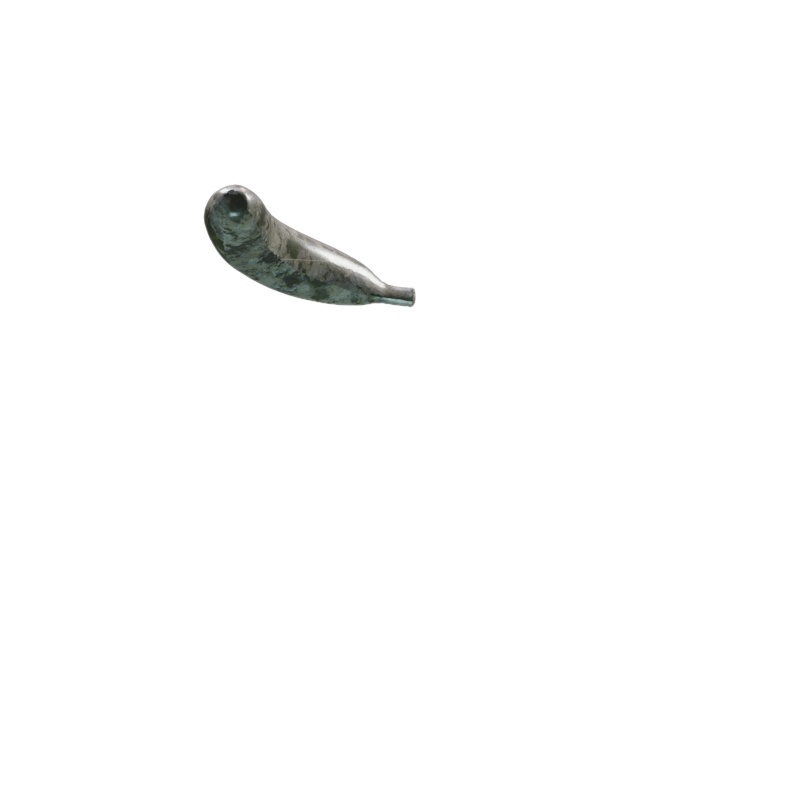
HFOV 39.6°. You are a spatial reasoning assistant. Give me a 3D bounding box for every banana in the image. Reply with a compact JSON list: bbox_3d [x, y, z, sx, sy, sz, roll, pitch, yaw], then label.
[{"bbox_3d":[-0.064,-0.088,0.643,0.071,0.038,0.186,-7,-13,29],"label":"banana"}]
